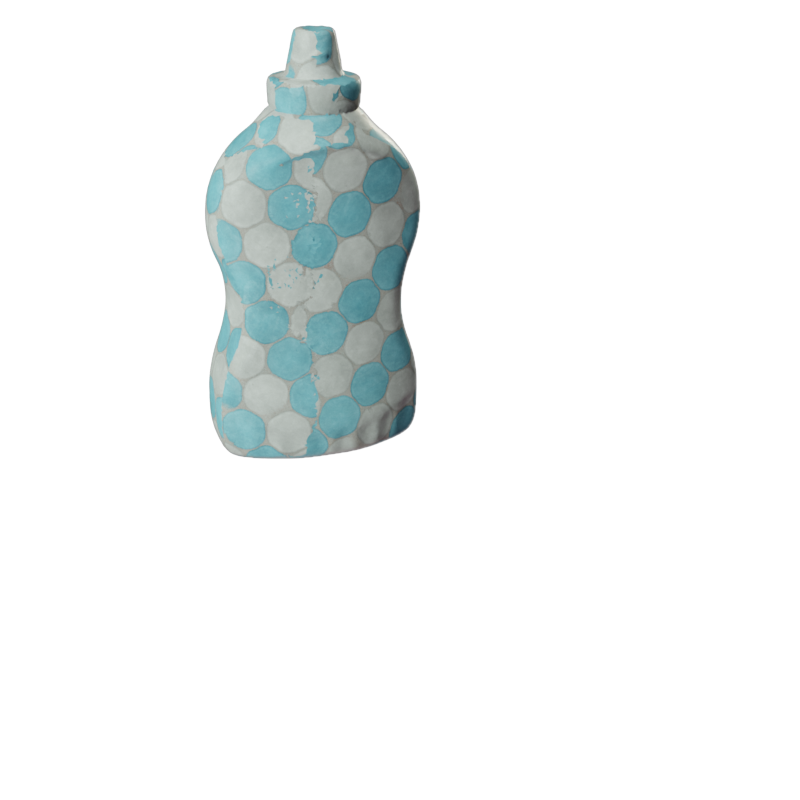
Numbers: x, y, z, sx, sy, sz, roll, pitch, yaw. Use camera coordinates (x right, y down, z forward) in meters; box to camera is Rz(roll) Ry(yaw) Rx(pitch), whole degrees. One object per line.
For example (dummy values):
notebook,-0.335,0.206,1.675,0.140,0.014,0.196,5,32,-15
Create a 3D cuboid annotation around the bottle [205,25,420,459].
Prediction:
bottle,-0.039,-0.071,0.500,0.094,0.183,0.062,-5,20,-16
